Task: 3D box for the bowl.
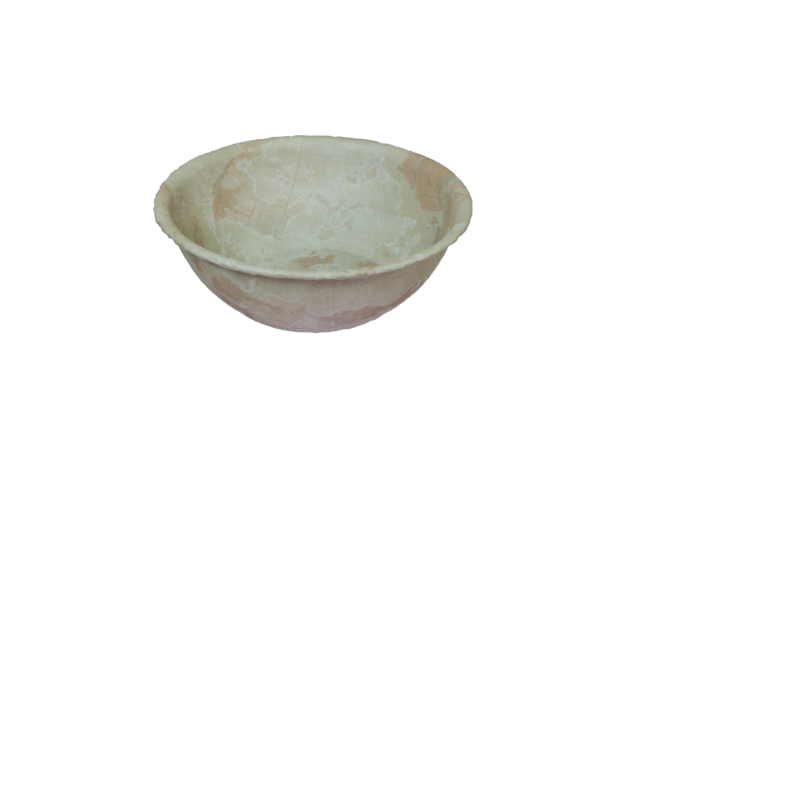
[{"bbox_3d":[-0.045,-0.082,0.574,0.162,0.052,0.173,-1,34,-2],"label":"bowl"}]
